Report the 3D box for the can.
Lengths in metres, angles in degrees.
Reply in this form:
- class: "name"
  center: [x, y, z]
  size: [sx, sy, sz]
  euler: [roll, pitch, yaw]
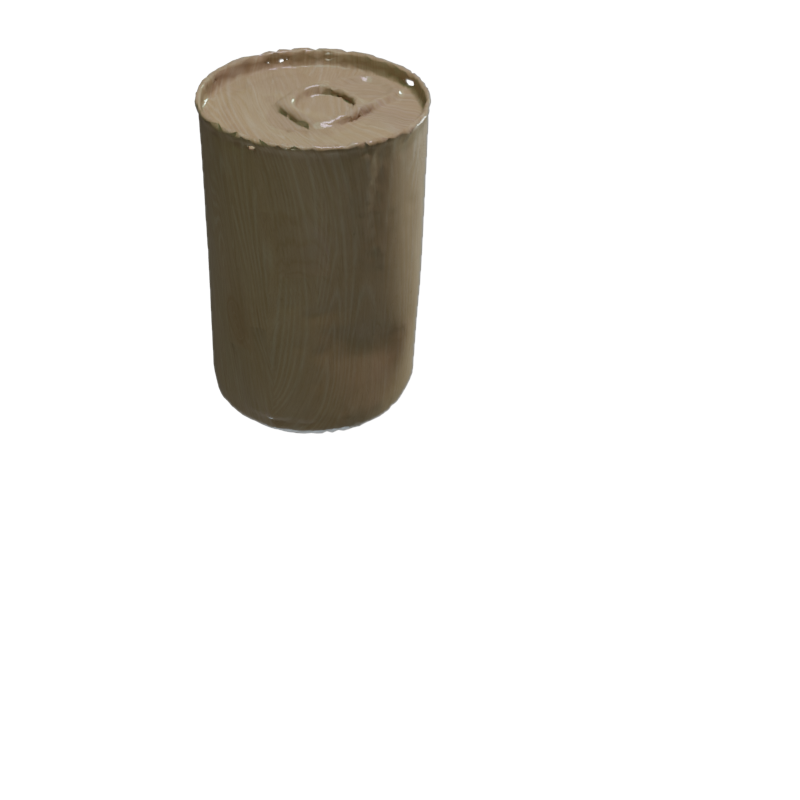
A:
- class: "can"
  center: [-0.027, -0.049, 0.346]
  size: [0.068, 0.096, 0.073]
  euler: [0, 36, -3]
